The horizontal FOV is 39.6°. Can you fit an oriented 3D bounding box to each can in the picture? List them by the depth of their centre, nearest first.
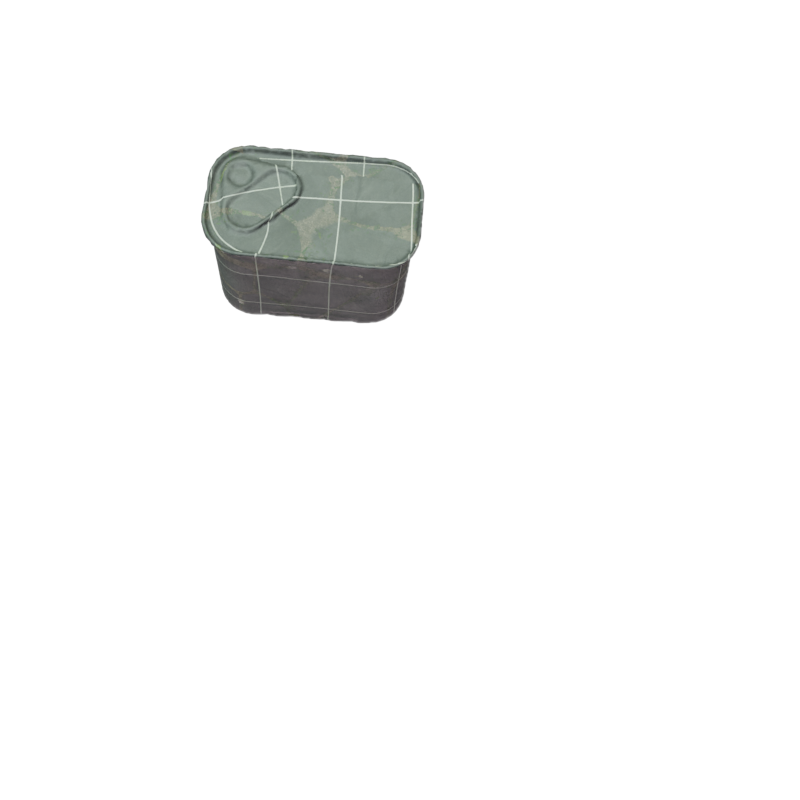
[{"bbox_3d":[-0.043,-0.079,0.550,0.102,0.060,0.080,6,-20,1],"label":"can"}]
